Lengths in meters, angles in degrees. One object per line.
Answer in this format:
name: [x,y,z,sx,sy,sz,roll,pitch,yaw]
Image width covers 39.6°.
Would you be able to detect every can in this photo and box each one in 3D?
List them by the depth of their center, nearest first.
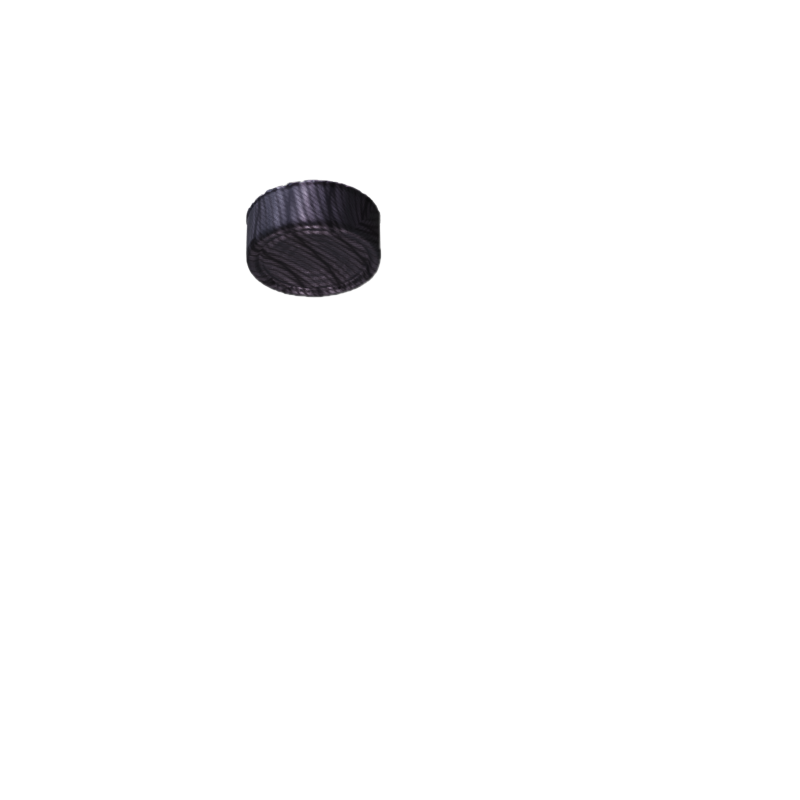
can: [-0.054,-0.099,0.696,0.086,0.036,0.081,1,-29,-2]
